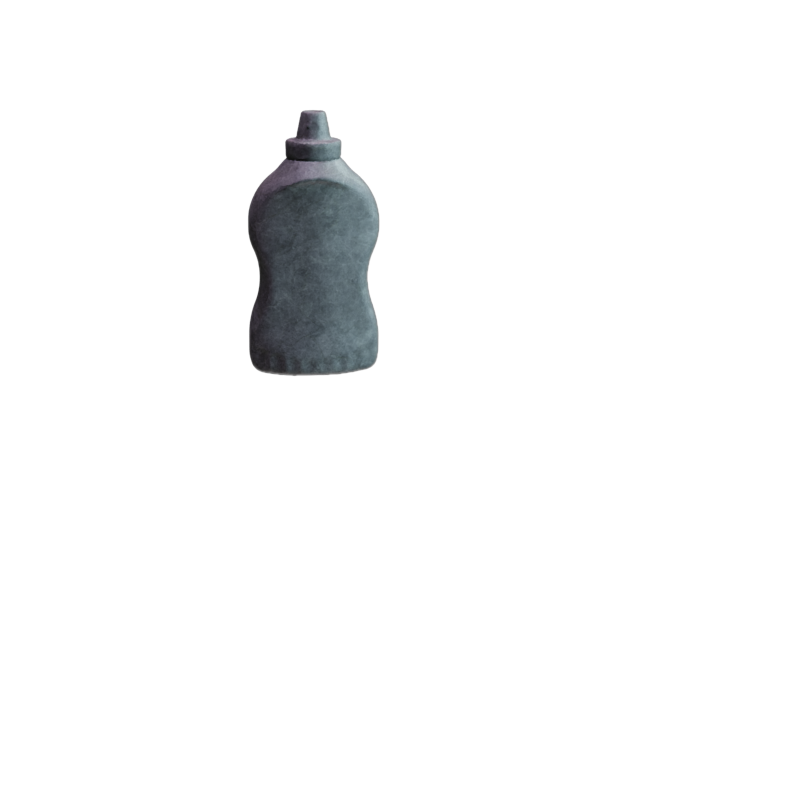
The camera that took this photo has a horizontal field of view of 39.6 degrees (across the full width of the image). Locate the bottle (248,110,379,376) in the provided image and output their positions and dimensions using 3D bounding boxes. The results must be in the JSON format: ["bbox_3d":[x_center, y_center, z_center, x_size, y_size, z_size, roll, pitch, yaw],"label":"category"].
[{"bbox_3d":[-0.064,-0.117,0.816,0.095,0.186,0.061,-1,14,-6],"label":"bottle"}]
